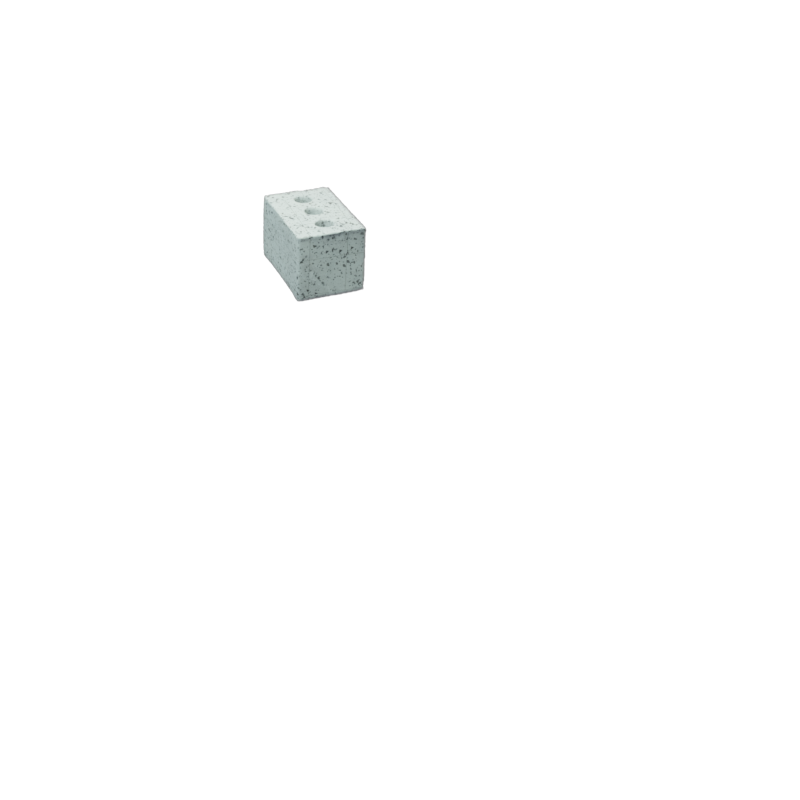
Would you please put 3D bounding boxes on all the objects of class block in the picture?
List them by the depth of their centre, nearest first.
[{"bbox_3d":[-0.063,-0.114,0.801,0.052,0.048,0.084,-11,34,-20],"label":"block"}]
